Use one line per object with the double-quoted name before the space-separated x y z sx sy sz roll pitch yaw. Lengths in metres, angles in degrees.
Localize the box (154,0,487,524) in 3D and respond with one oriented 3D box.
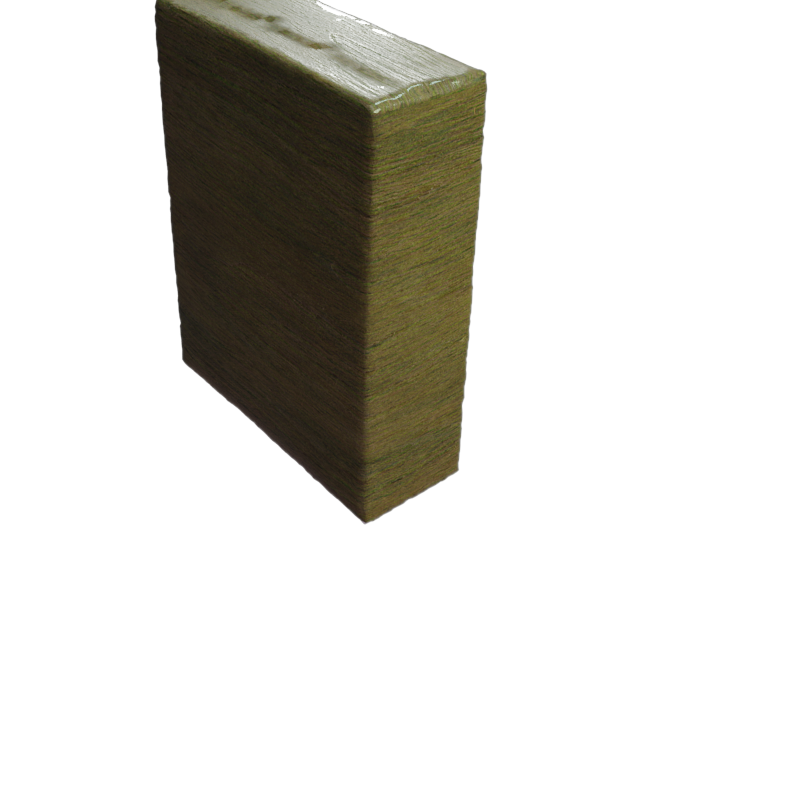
"box" -0.042 -0.076 0.533 0.071 0.201 0.176 -22 41 -32
